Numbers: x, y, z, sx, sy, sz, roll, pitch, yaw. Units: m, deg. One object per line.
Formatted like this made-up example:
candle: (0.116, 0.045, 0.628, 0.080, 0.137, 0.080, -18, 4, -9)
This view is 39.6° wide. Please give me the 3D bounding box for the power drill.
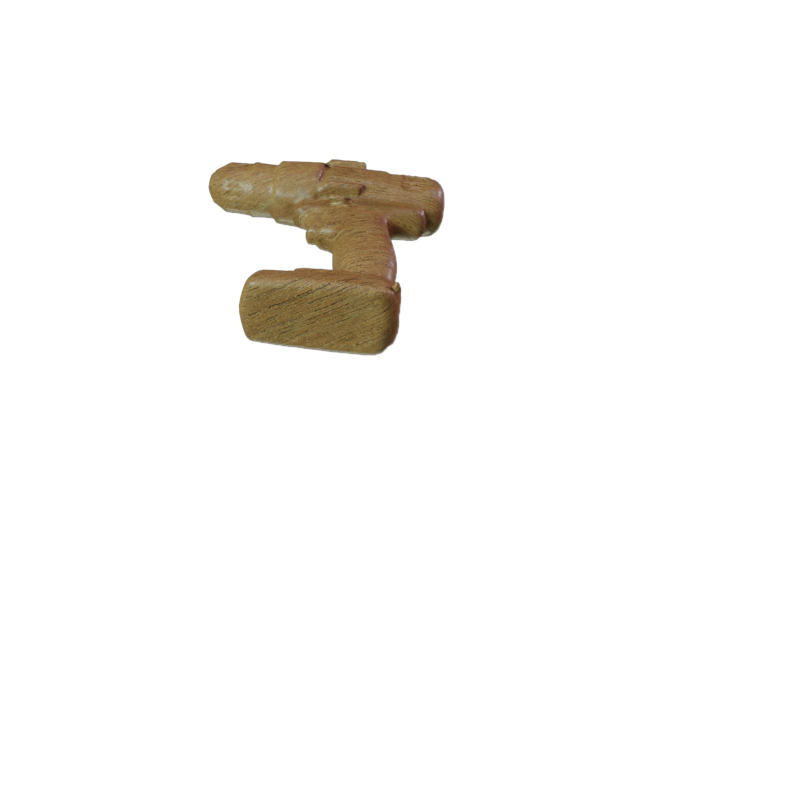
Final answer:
power drill: (-0.063, -0.115, 0.805, 0.186, 0.054, 0.199, 4, 39, 5)
